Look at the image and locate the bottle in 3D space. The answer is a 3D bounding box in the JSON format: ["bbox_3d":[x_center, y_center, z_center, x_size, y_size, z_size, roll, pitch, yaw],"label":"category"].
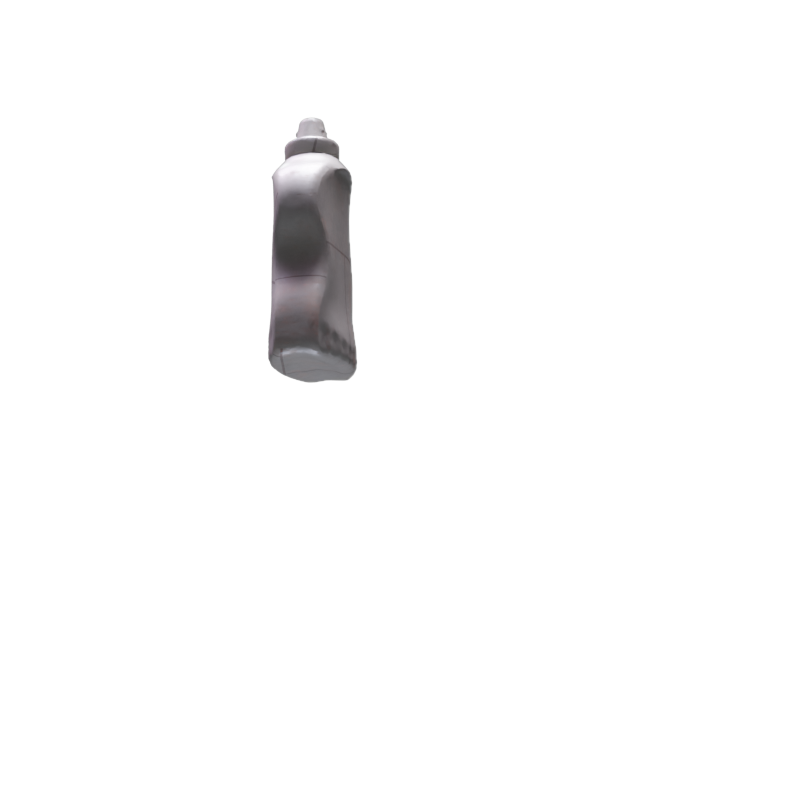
[{"bbox_3d":[-0.063,-0.115,0.805,0.059,0.200,0.091,-6,-18,14],"label":"bottle"}]
